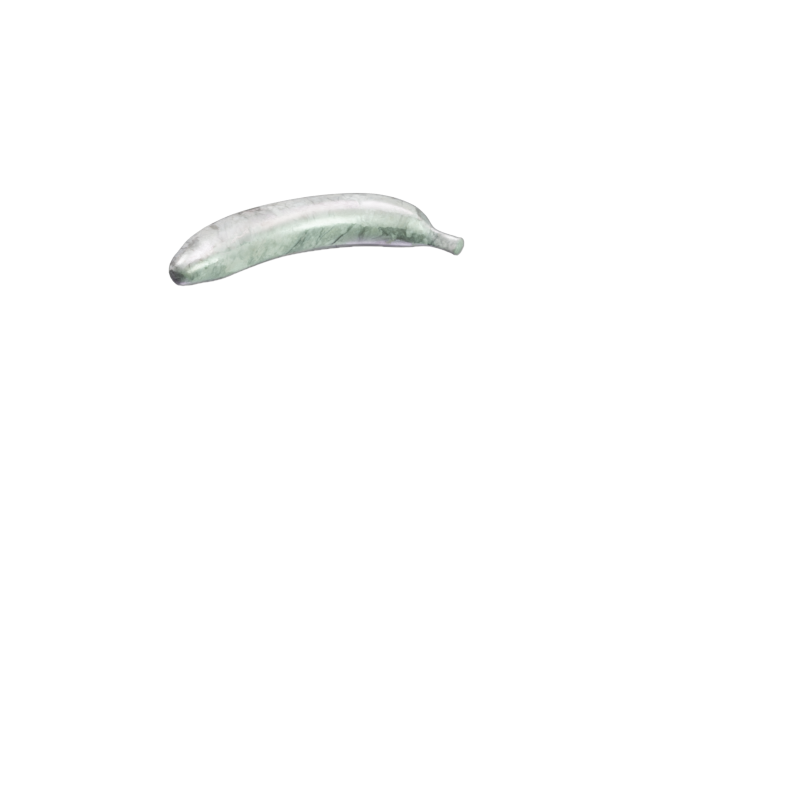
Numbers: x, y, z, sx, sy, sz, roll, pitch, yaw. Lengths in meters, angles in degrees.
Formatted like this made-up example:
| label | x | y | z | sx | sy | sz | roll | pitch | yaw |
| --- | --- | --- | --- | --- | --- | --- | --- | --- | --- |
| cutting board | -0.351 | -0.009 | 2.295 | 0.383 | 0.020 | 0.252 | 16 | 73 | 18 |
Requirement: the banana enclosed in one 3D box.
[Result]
| label | x | y | z | sx | sy | sz | roll | pitch | yaw |
| --- | --- | --- | --- | --- | --- | --- | --- | --- | --- |
| banana | -0.059 | -0.106 | 0.705 | 0.194 | 0.035 | 0.074 | -11 | 26 | -24 |
